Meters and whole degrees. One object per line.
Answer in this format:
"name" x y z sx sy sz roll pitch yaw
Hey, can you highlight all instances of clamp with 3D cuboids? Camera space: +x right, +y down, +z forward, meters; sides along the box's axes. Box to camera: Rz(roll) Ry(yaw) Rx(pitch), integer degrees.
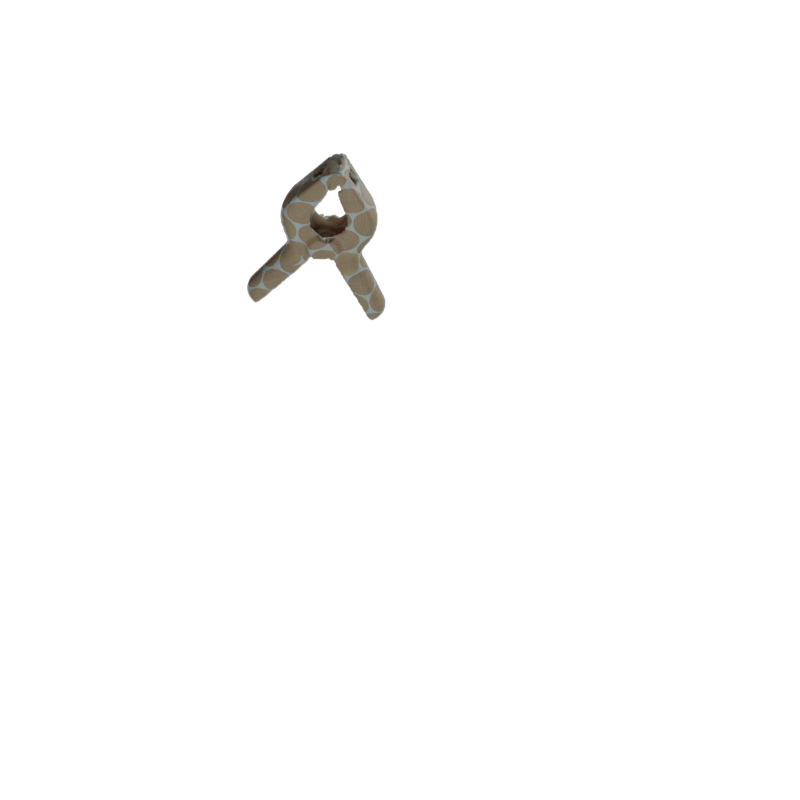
"clamp" -0.072 -0.132 0.925 0.120 0.159 0.042 0 44 0
